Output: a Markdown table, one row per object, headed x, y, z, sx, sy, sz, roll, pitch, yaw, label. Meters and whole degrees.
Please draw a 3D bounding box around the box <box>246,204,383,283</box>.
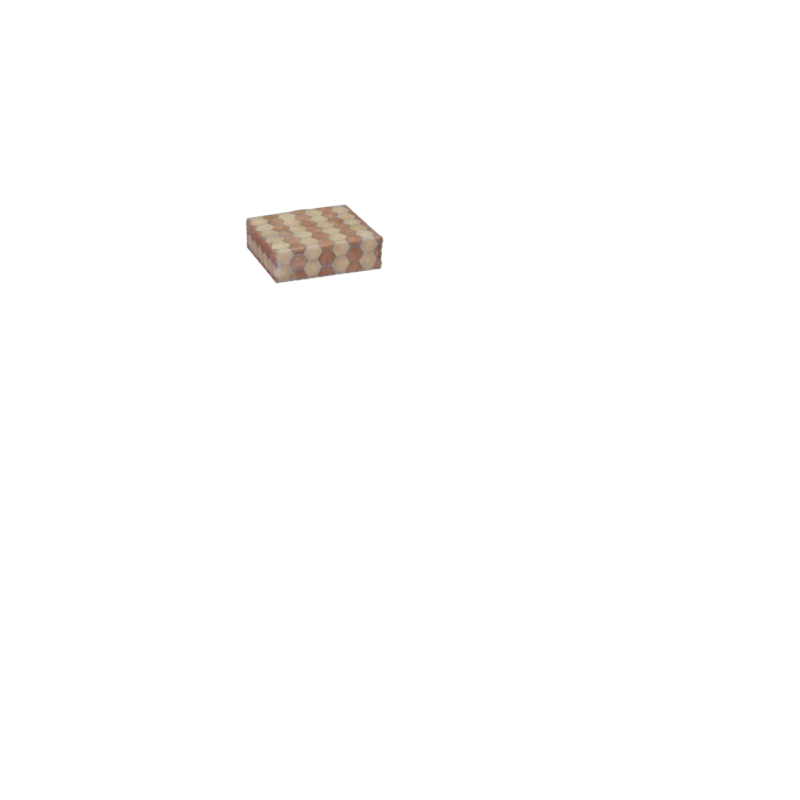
| x | y | z | sx | sy | sz | roll | pitch | yaw | label |
| --- | --- | --- | --- | --- | --- | --- | --- | --- | --- |
| -0.067 | -0.123 | 0.863 | 0.088 | 0.028 | 0.079 | -11 | 31 | -19 | box |
